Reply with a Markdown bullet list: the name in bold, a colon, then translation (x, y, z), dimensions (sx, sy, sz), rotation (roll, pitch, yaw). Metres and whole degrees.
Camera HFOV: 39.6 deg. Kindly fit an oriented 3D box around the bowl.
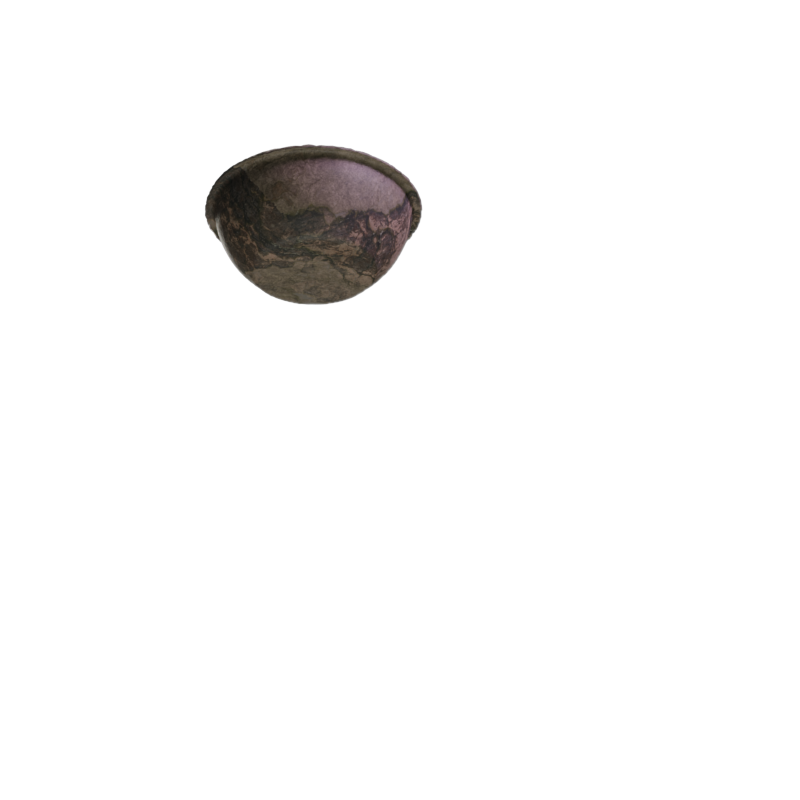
- **bowl**: translation (-0.064, -0.116, 0.813), dimensions (0.162, 0.059, 0.152), rotation (1, -29, -2)
